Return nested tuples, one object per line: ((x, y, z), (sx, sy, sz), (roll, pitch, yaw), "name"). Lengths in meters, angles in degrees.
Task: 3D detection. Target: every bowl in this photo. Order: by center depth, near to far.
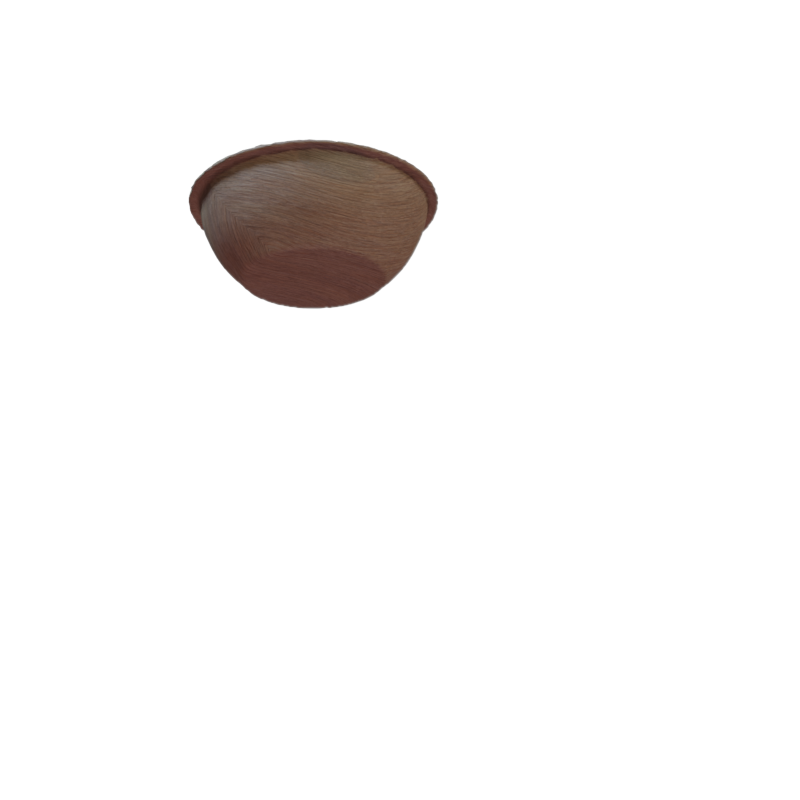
((-0.055, -0.101, 0.707), (0.162, 0.058, 0.154), (1, -21, -2), "bowl")
